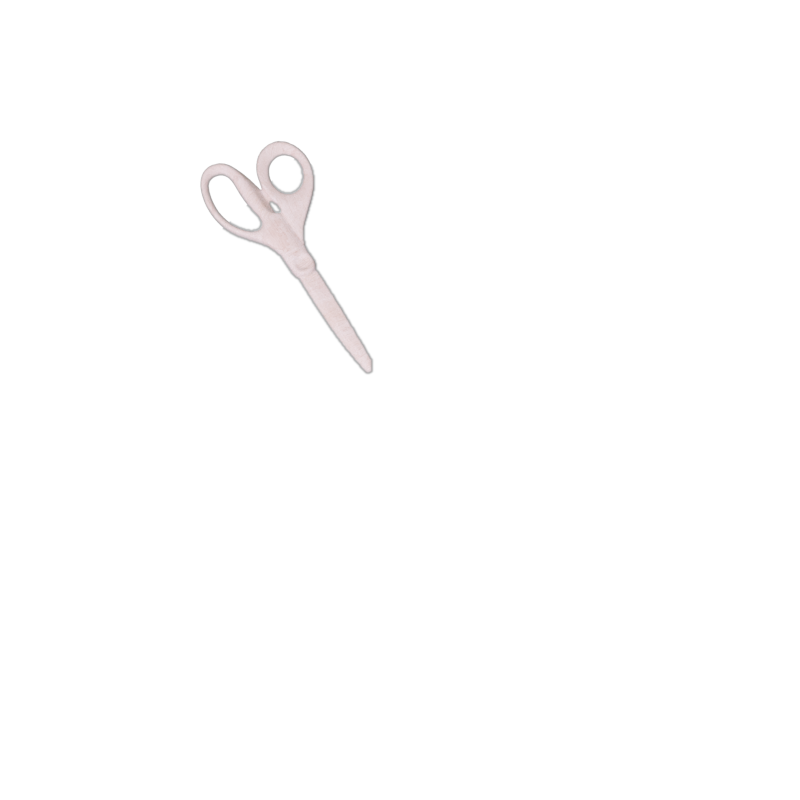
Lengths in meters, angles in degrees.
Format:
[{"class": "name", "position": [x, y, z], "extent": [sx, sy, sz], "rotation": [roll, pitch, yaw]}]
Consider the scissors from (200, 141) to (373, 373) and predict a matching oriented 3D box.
[{"class": "scissors", "position": [-0.066, -0.121, 0.846], "extent": [0.209, 0.097, 0.015], "rotation": [42, -14, 13]}]
